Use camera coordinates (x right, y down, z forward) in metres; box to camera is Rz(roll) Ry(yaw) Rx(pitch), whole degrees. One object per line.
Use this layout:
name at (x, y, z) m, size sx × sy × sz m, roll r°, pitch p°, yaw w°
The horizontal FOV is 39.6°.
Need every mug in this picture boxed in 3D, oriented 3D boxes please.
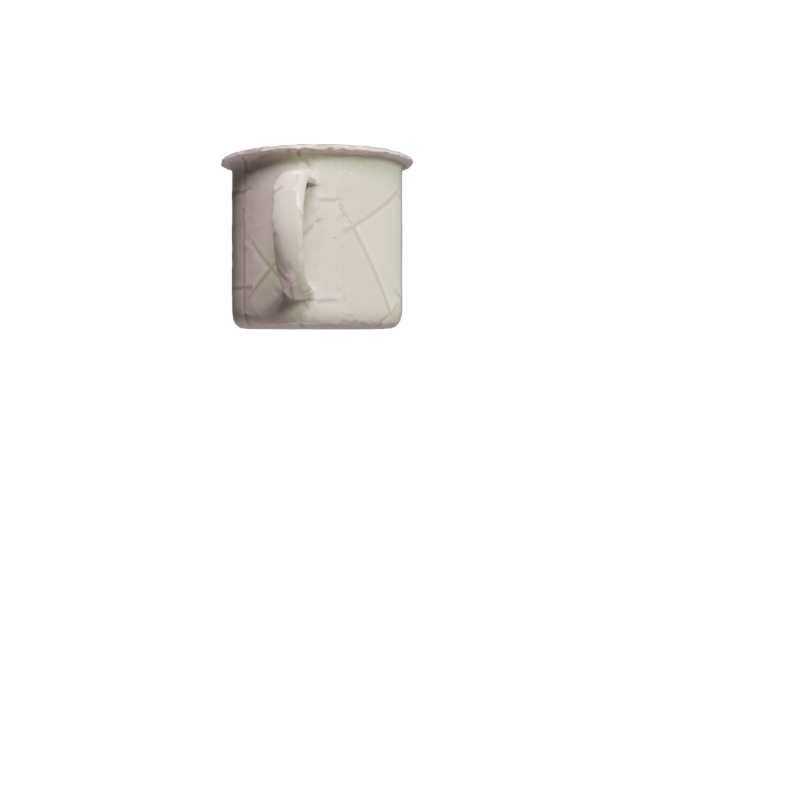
mug at (-0.041, -0.075, 0.522) m, size 0.094 × 0.082 × 0.115 m, roll 0°, pitch 0°, yaw 5°
